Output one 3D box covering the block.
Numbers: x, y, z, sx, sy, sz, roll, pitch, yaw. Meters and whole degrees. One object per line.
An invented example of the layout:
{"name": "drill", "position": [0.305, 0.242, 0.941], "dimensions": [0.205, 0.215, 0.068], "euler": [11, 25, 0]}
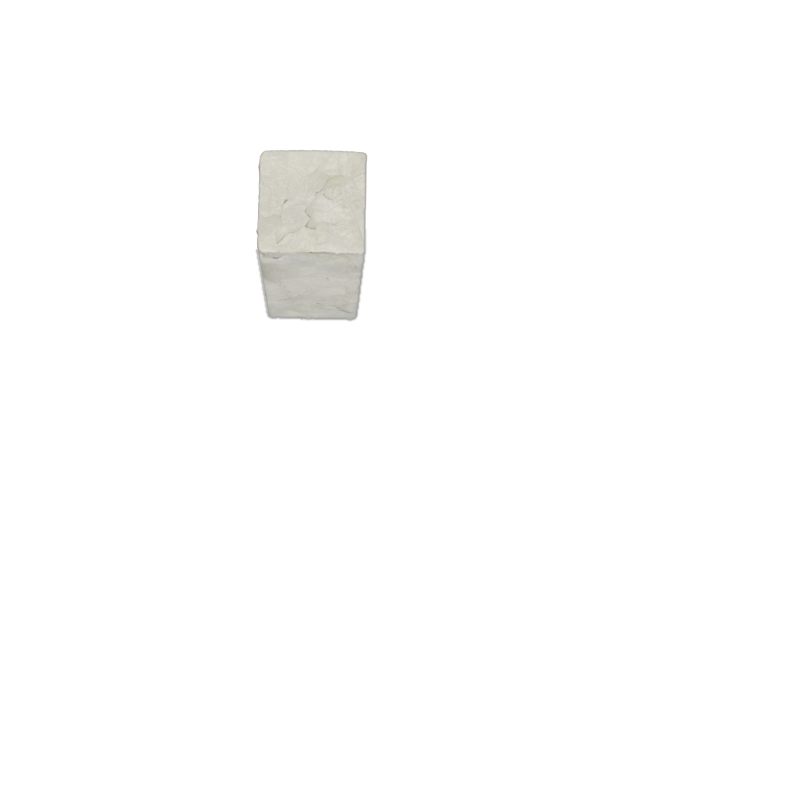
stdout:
{"name": "block", "position": [-0.079, -0.142, 0.995], "dimensions": [0.090, 0.094, 0.199], "euler": [1, -12, -3]}
